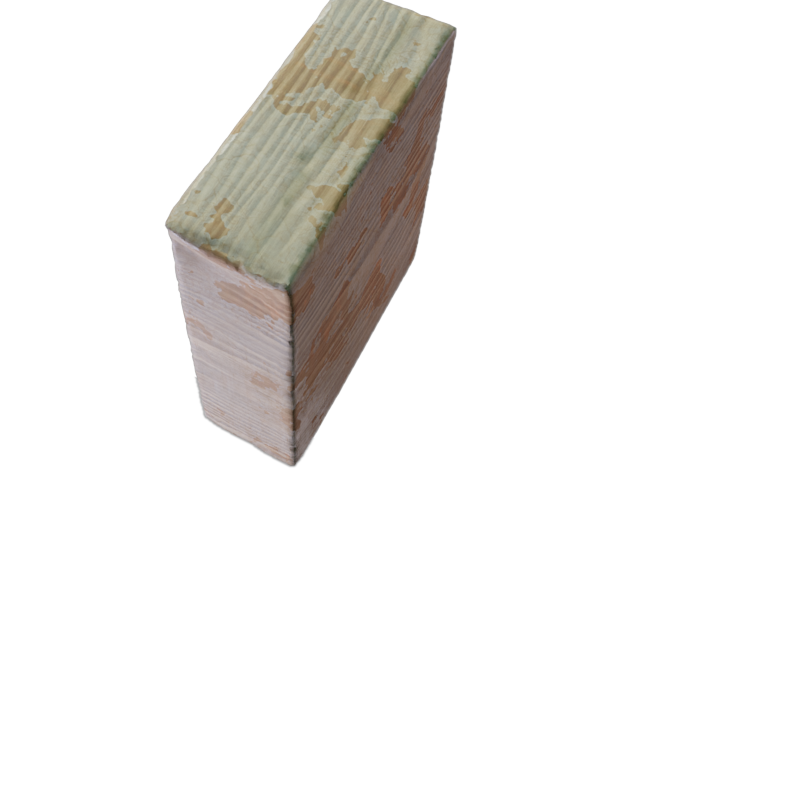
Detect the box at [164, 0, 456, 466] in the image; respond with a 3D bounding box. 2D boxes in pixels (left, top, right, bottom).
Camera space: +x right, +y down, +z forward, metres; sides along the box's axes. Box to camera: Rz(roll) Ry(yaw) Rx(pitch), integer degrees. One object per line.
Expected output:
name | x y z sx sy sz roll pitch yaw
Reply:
box | -0.046 -0.083 0.582 0.074 0.170 0.202 25 -25 8
